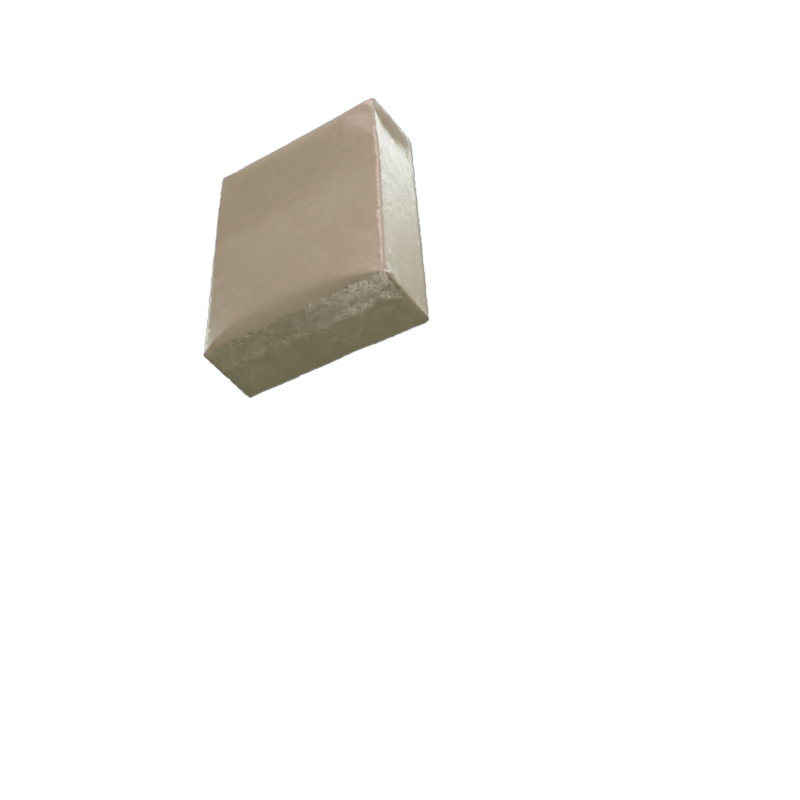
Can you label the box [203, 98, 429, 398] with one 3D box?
[{"bbox_3d":[-0.070,-0.128,0.894,0.165,0.230,0.066,-24,-46,21],"label":"box"}]
